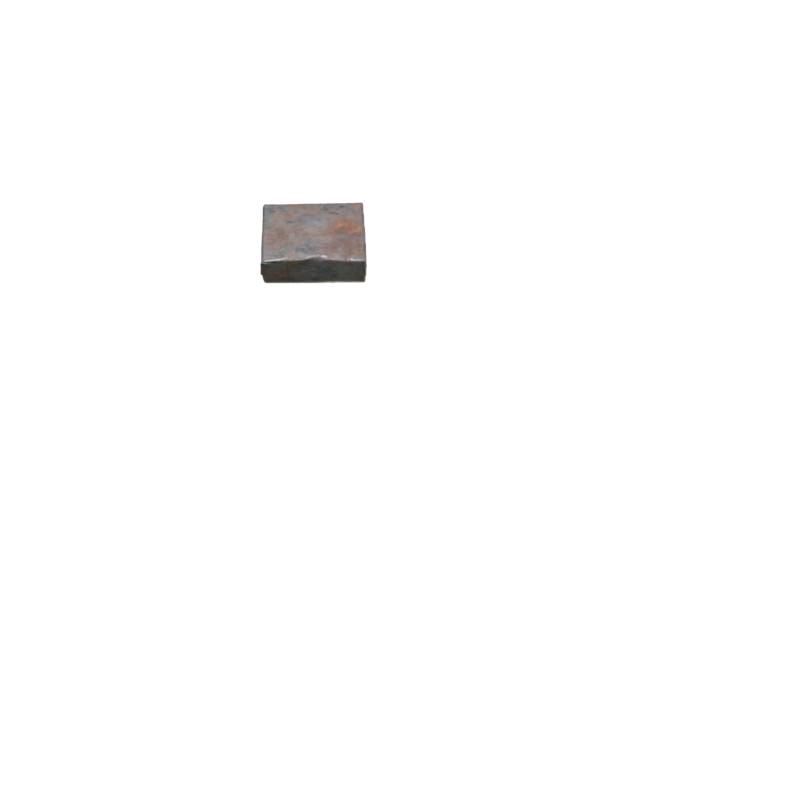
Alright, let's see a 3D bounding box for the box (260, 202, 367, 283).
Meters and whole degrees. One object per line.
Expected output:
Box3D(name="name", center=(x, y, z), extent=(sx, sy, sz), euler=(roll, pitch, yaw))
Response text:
Box3D(name="box", center=(-0.074, -0.136, 0.949), extent=(0.089, 0.078, 0.028), euler=(-1, -42, -1))
